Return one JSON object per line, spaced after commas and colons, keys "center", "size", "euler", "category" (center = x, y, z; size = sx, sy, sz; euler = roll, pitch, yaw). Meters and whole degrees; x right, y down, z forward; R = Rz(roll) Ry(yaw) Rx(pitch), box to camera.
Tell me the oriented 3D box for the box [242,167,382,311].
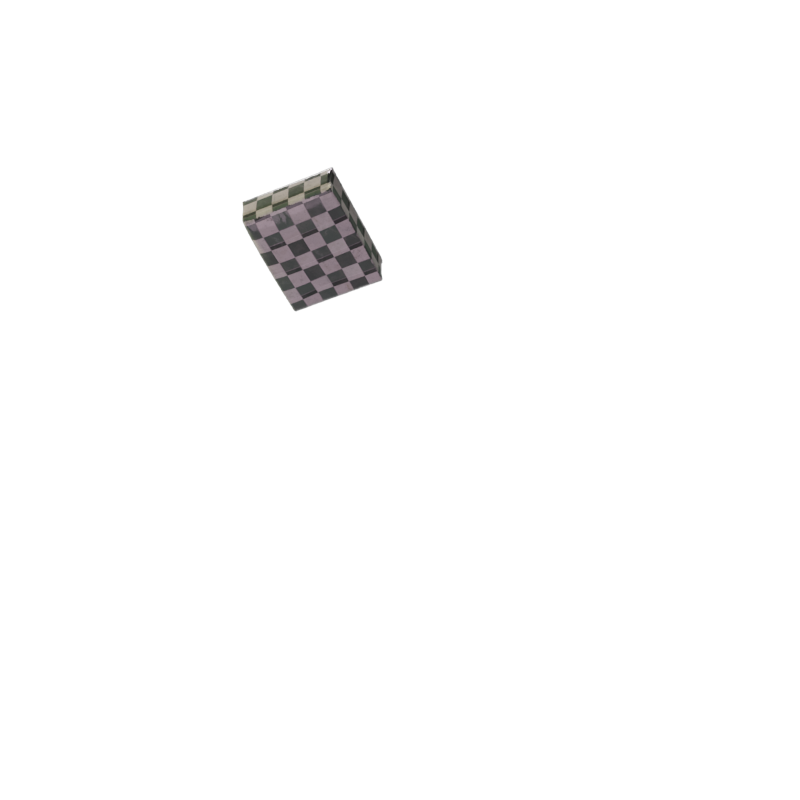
{"center": [-0.078, -0.141, 0.989], "size": [0.090, 0.105, 0.042], "euler": [-19, 37, 15], "category": "box"}
